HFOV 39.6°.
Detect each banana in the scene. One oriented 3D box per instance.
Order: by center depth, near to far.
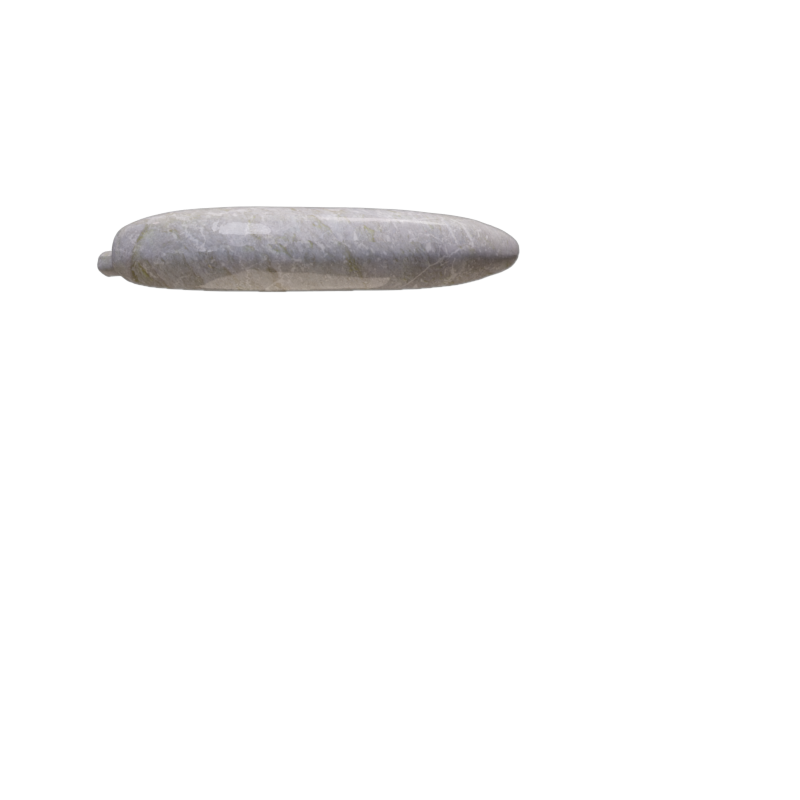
[{"bbox_3d":[-0.043,-0.068,0.491,0.198,0.036,0.071,0,12,2],"label":"banana"}]
